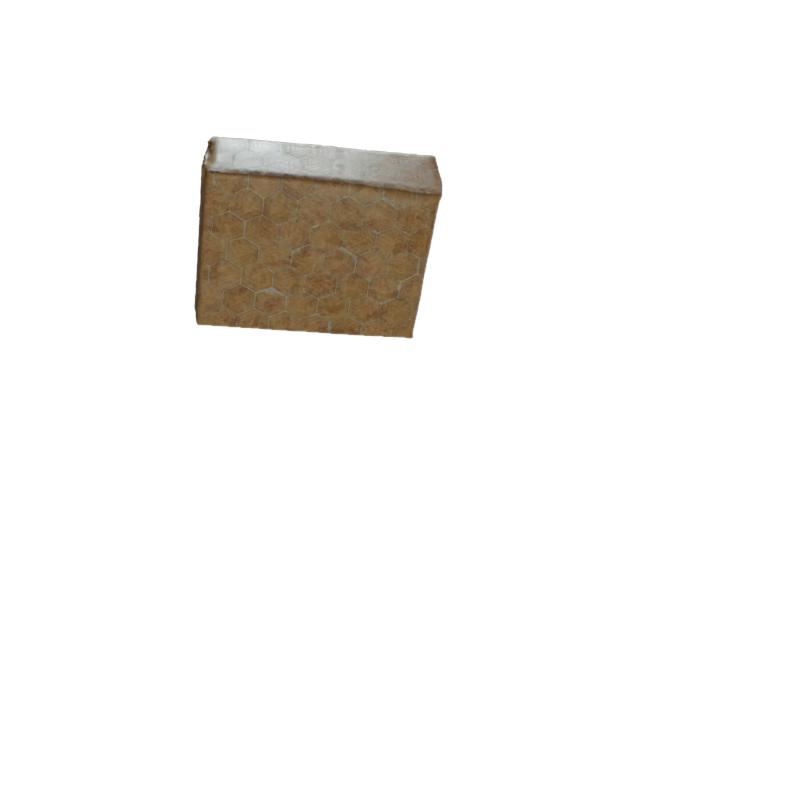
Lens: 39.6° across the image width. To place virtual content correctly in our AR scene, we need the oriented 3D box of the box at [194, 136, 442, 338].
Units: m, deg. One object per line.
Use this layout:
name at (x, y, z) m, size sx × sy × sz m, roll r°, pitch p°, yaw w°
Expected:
box at (-0.042, -0.078, 0.543) m, size 0.113 × 0.085 × 0.042 m, roll 6°, pitch 37°, yaw -5°
